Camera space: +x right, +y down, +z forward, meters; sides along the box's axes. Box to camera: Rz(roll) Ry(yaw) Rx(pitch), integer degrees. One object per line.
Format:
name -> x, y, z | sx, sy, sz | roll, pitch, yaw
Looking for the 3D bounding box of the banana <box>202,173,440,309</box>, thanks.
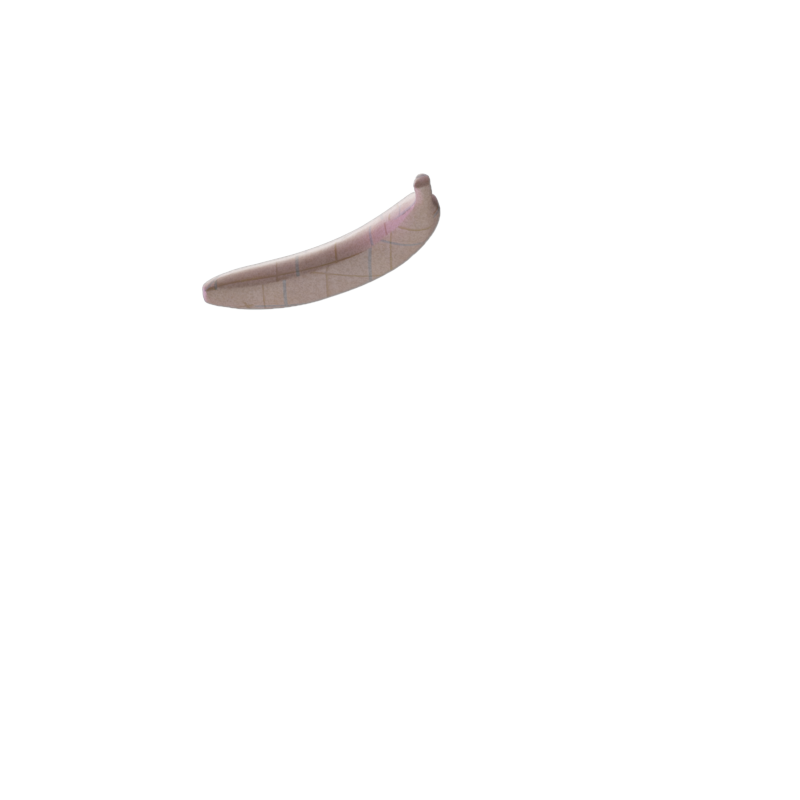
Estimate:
banana -> -0.045, -0.101, 0.763 | 0.198, 0.039, 0.065 | -24, -42, 29
